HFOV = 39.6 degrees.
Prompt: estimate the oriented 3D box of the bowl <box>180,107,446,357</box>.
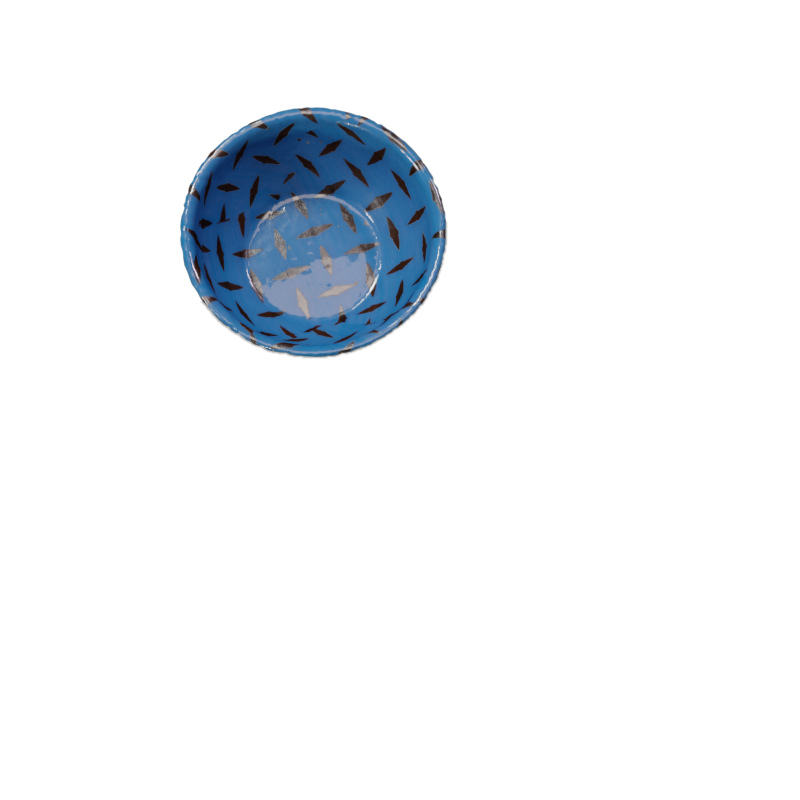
[{"bbox_3d":[-0.054,-0.099,0.694,0.162,0.170,0.053,-1,-19,-1],"label":"bowl"}]
